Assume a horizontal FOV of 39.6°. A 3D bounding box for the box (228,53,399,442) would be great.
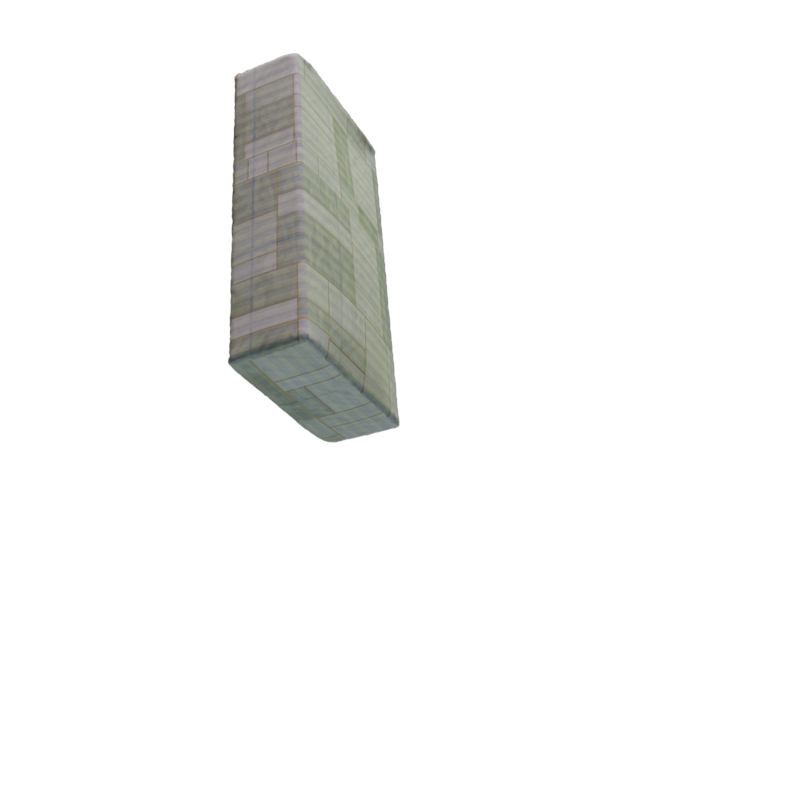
[{"bbox_3d":[-0.042,-0.078,0.544,0.048,0.188,0.086,-17,-36,21],"label":"box"}]
